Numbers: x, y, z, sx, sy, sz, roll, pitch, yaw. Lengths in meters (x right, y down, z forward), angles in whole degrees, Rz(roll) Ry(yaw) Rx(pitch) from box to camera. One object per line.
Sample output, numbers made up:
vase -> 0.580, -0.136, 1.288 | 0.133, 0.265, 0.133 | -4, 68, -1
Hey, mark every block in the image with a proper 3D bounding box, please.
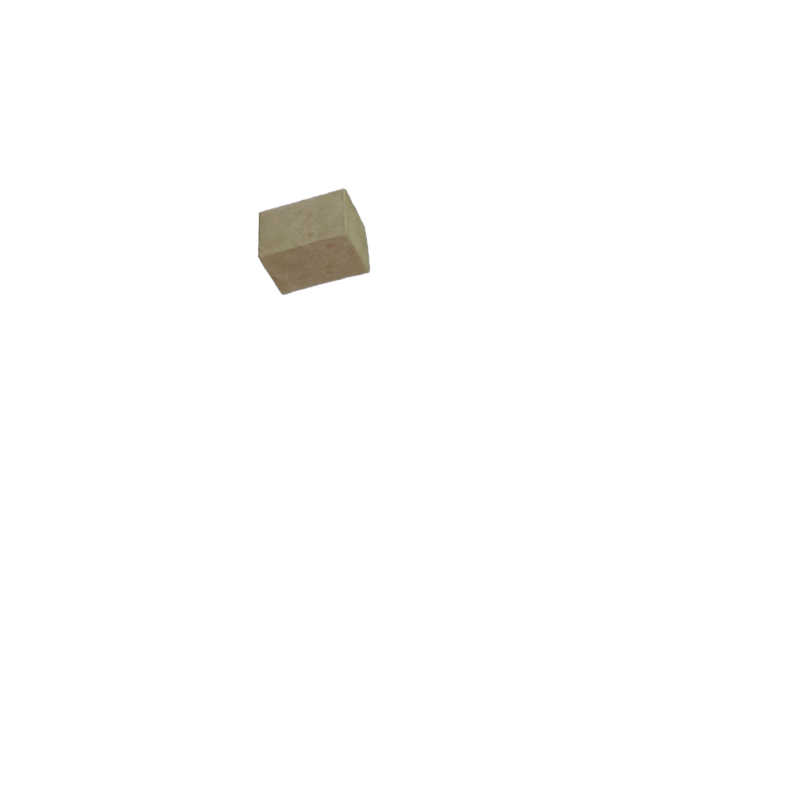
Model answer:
block -> -0.070, -0.127, 0.891 | 0.079, 0.055, 0.049 | -13, -39, 15
